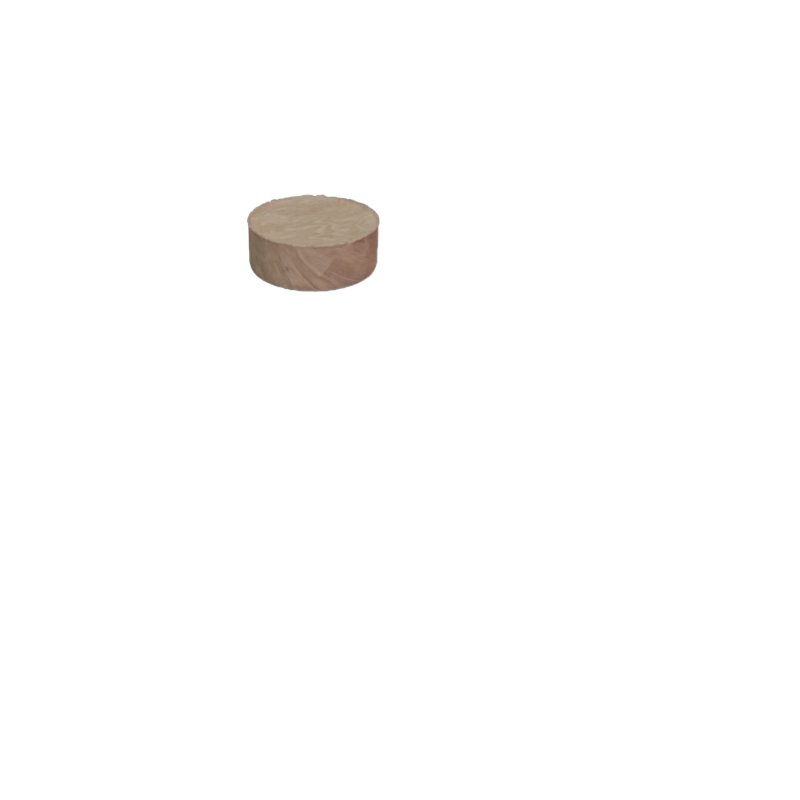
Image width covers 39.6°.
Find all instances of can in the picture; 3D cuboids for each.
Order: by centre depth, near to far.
[{"bbox_3d":[-0.057,-0.103,0.723,0.086,0.032,0.091,-1,30,-2],"label":"can"}]
